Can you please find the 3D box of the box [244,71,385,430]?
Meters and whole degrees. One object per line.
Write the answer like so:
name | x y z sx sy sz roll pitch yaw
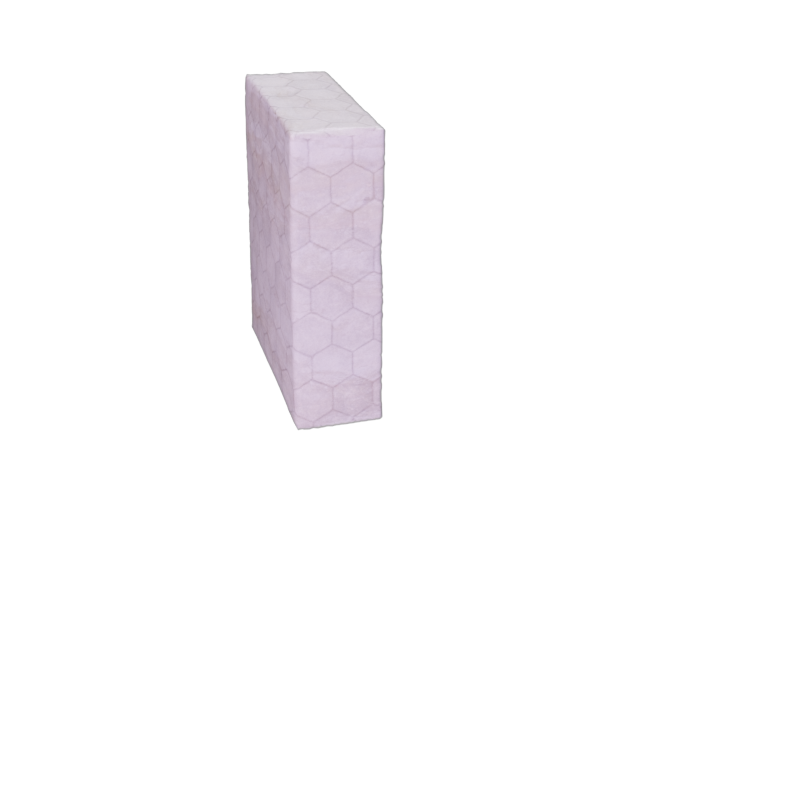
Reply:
box | -0.062 -0.114 0.797 0.071 0.203 0.176 -5 27 -16
